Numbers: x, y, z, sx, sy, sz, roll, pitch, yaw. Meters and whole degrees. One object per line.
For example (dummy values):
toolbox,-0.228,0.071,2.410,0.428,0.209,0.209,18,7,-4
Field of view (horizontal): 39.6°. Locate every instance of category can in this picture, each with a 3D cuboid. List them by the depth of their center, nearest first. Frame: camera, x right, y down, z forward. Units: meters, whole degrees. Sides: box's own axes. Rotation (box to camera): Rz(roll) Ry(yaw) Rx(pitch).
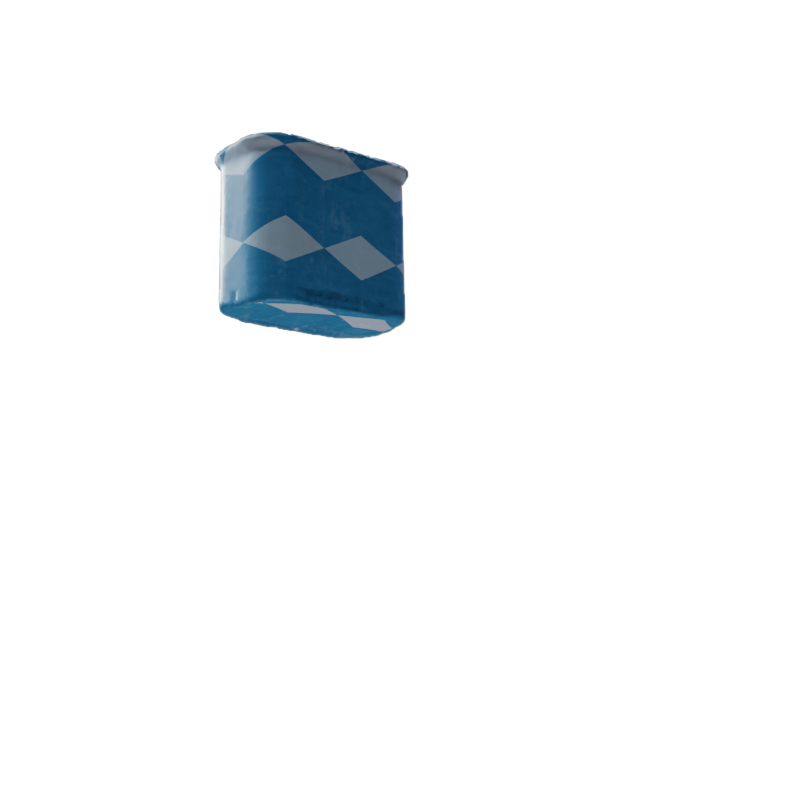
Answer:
can,-0.044,-0.081,0.565,0.097,0.087,0.058,9,-18,-37
